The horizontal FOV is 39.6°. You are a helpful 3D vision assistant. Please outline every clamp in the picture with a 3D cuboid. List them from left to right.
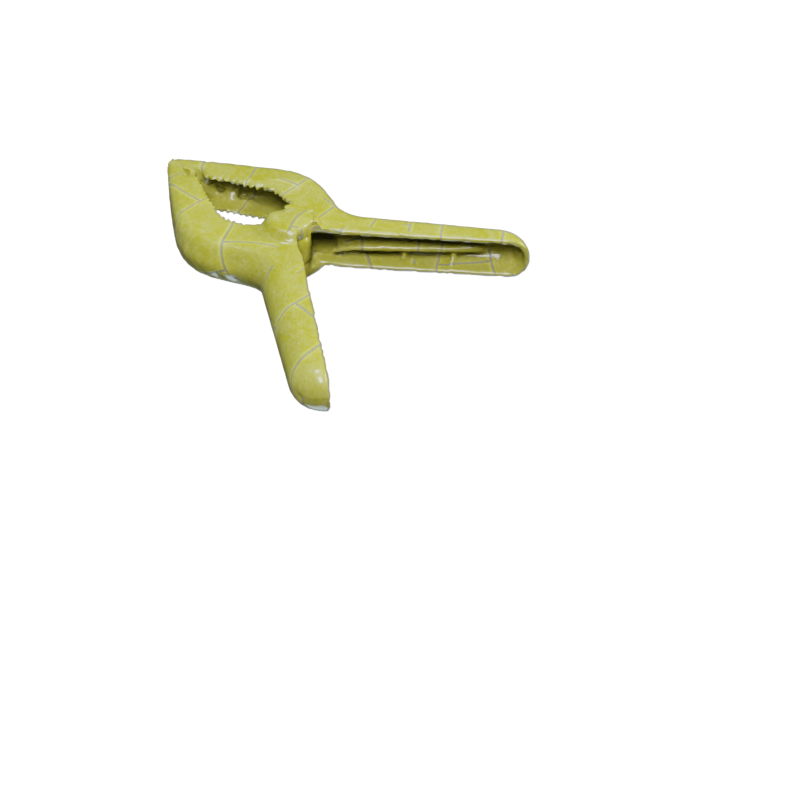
[{"bbox_3d":[-0.047,-0.086,0.605,0.164,0.034,0.225,-27,46,-30],"label":"clamp"}]
